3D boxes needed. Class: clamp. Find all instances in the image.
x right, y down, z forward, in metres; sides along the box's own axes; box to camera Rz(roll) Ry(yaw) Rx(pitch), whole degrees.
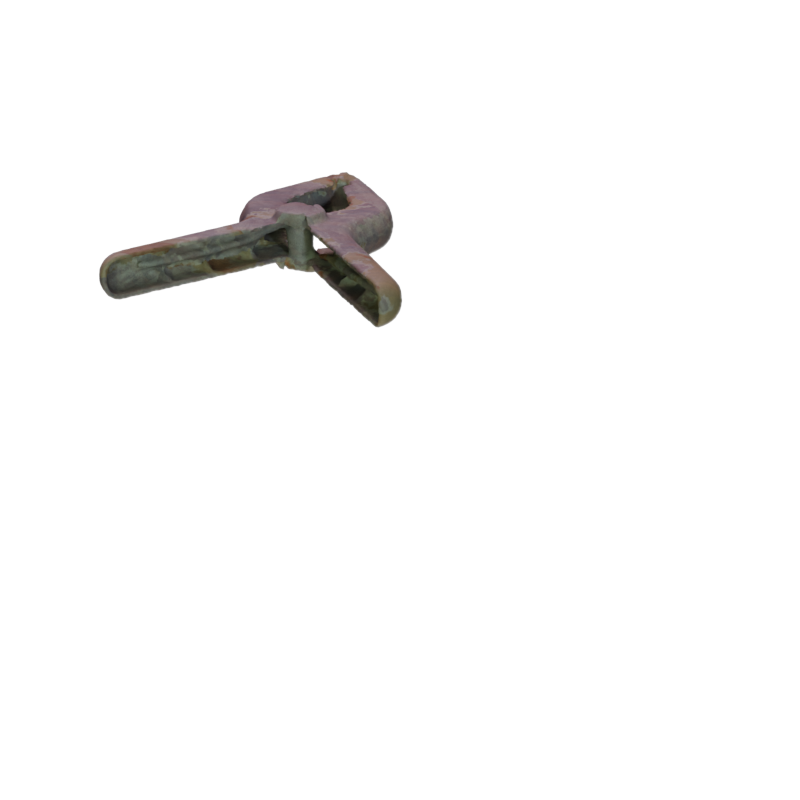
[{"bbox_3d":[-0.051,-0.092,0.646,0.170,0.035,0.213,10,27,20],"label":"clamp"}]
